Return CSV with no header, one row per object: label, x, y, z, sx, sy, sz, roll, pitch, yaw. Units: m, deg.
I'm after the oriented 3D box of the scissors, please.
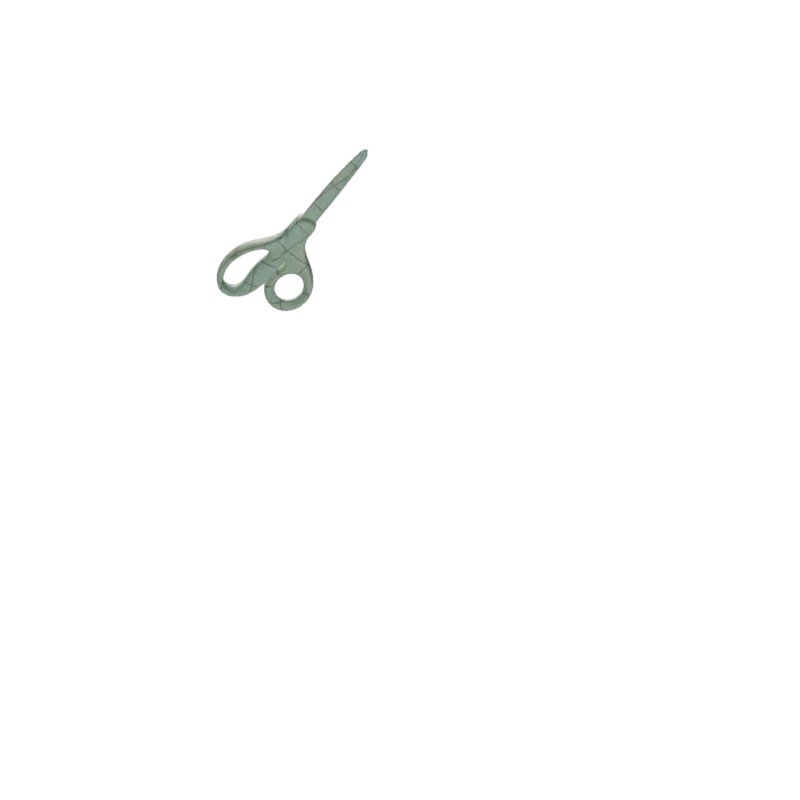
scissors,-0.077,-0.140,0.983,0.201,0.017,0.090,-30,-52,27
